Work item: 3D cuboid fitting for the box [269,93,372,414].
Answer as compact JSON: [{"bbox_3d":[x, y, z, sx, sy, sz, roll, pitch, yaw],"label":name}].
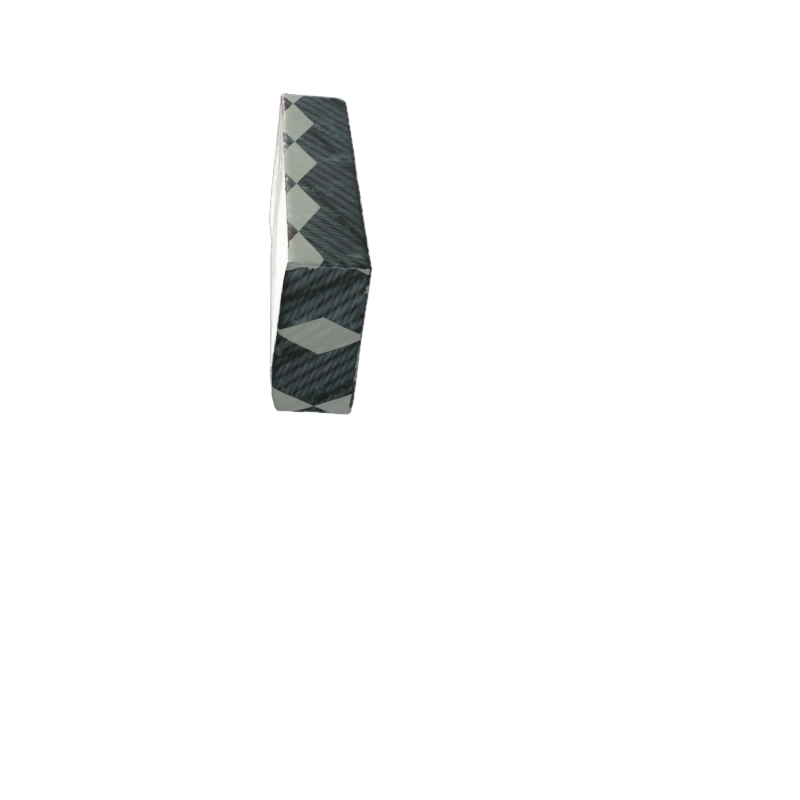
[{"bbox_3d":[-0.046,-0.085,0.595,0.048,0.088,0.189,4,38,-8],"label":"box"}]
